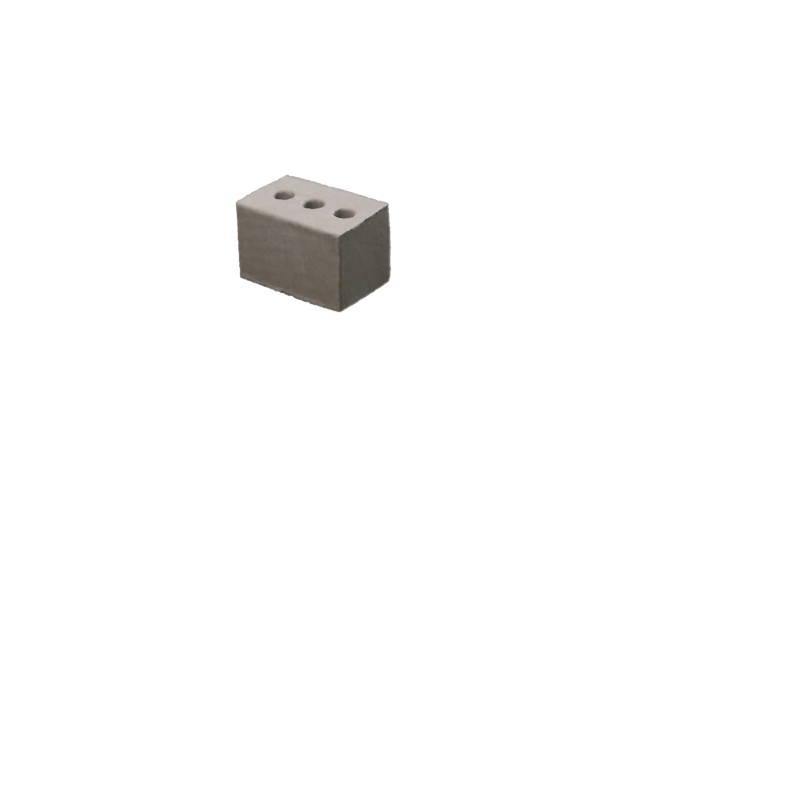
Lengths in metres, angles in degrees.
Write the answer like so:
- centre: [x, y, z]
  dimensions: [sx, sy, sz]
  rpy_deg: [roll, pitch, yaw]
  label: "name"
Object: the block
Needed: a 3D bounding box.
- centre: [-0.051, -0.093, 0.655]
  dimensions: [0.082, 0.048, 0.053]
  rpy_deg: [20, 35, 29]
  label: "block"
